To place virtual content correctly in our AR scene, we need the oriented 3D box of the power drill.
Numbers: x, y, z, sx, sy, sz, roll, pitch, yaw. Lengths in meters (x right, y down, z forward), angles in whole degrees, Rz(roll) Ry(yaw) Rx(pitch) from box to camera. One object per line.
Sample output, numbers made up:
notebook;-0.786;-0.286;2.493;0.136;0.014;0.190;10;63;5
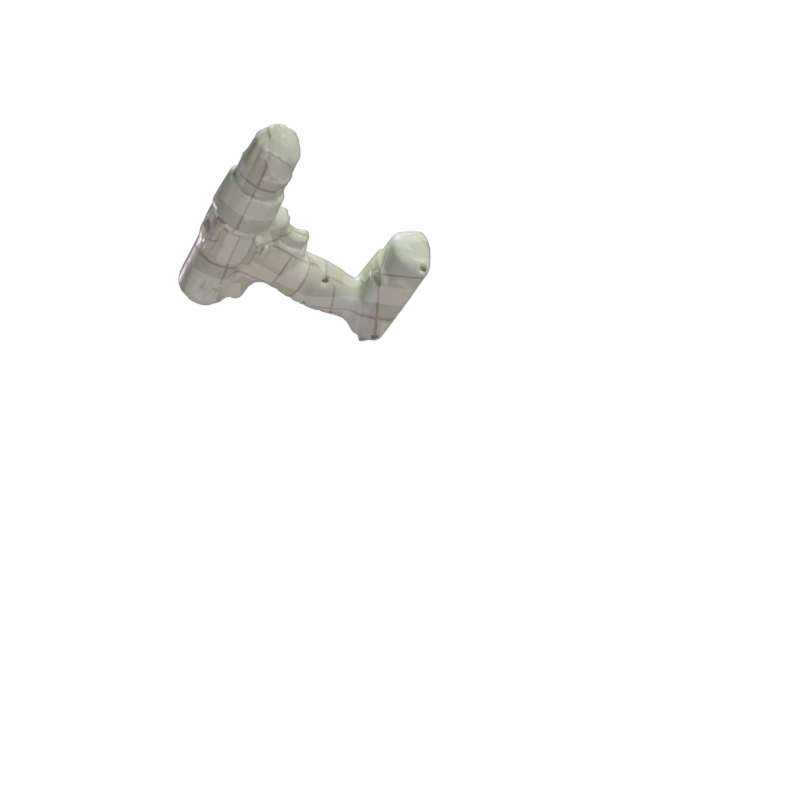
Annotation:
power drill;-0.073;-0.133;0.929;0.181;0.062;0.178;20;-50;-19
